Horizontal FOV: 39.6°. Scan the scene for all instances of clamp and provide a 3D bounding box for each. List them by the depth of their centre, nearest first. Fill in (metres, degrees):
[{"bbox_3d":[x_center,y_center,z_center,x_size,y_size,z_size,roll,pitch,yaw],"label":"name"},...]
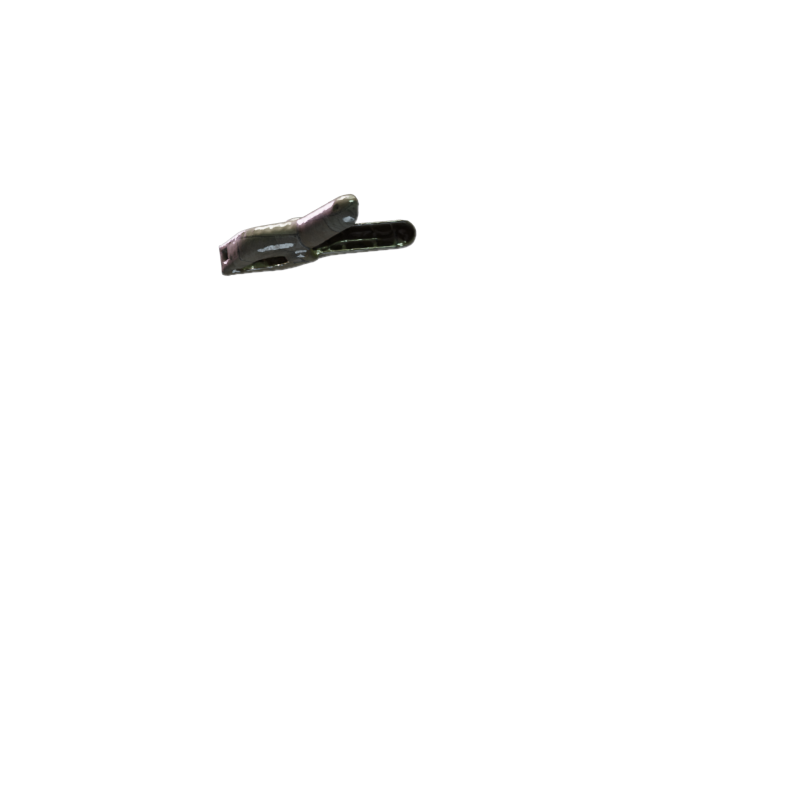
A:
[{"bbox_3d":[-0.074,-0.136,0.950,0.175,0.041,0.113,-8,-15,36],"label":"clamp"}]
